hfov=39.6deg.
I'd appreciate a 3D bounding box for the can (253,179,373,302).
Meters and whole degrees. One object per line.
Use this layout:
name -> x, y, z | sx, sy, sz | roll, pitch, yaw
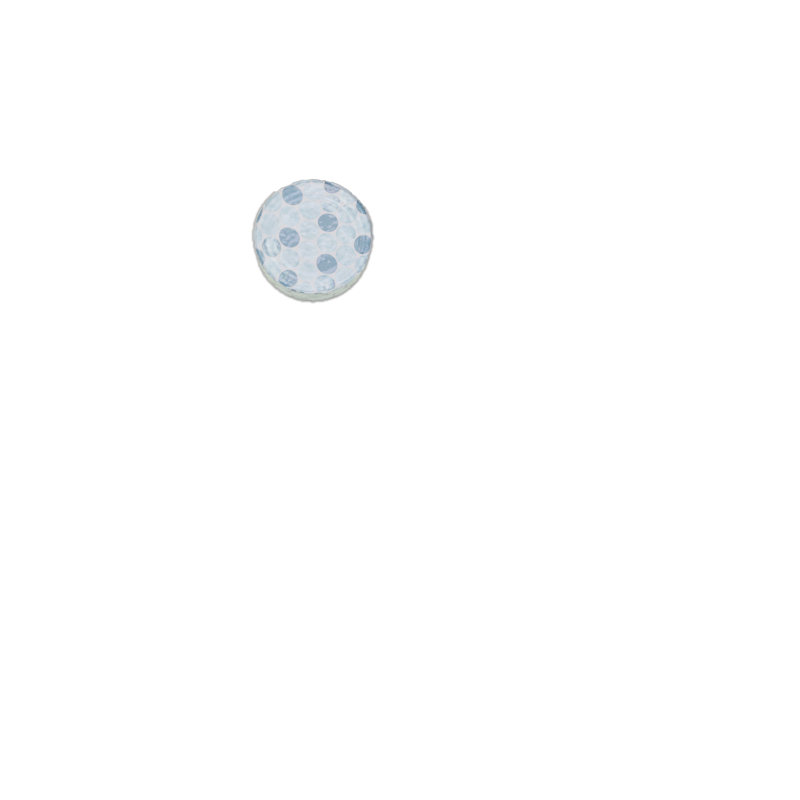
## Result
can -> -0.063, -0.115, 0.809 | 0.086, 0.089, 0.032 | 0, -15, -1
